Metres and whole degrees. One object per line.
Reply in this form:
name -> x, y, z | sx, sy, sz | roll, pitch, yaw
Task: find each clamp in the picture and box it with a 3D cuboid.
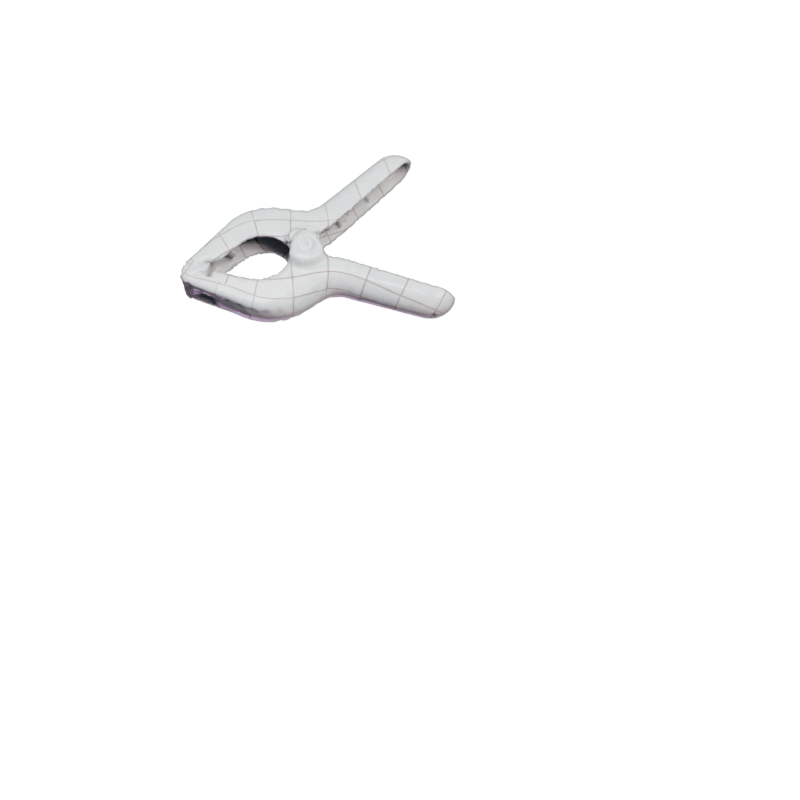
clamp -> -0.057, -0.103, 0.722 | 0.171, 0.129, 0.037 | -4, -33, -3
